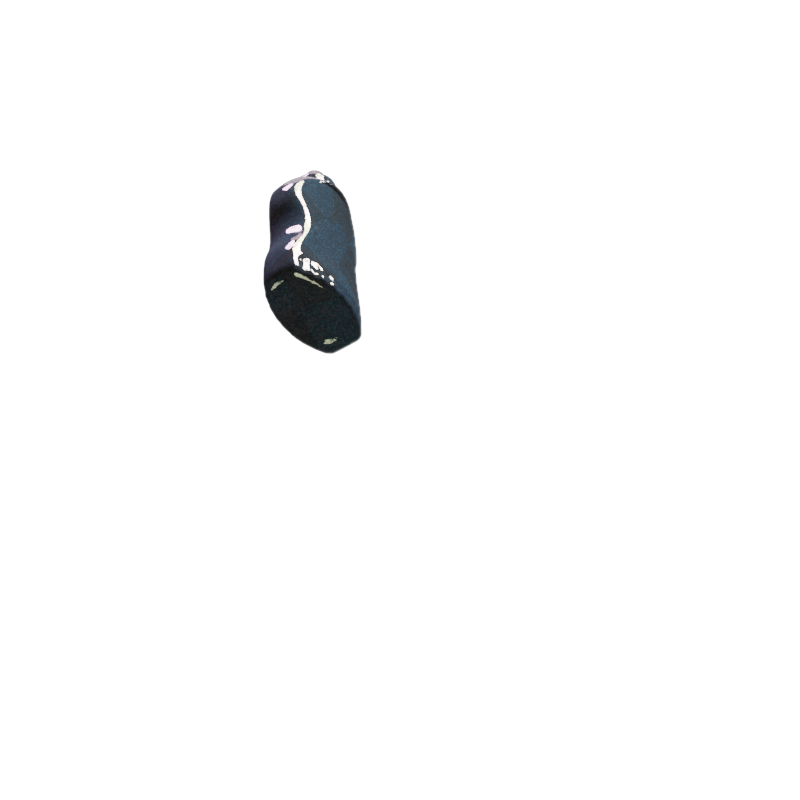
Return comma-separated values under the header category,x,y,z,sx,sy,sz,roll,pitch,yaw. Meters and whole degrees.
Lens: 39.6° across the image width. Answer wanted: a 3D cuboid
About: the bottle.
category,x,y,z,sx,sy,sz,roll,pitch,yaw
bottle,-0.073,-0.135,0.944,0.058,0.206,0.090,-30,-53,22
